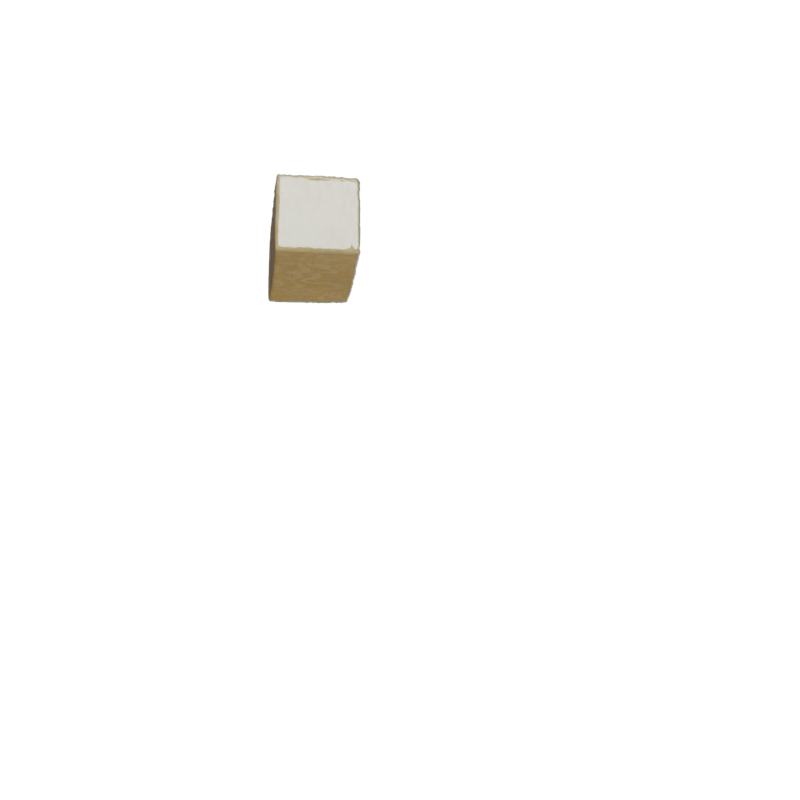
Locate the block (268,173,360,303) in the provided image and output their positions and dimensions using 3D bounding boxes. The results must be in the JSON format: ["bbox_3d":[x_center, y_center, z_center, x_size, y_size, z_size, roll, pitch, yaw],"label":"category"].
[{"bbox_3d":[-0.054,-0.099,0.692,0.052,0.054,0.075,2,-22,-8],"label":"block"}]
